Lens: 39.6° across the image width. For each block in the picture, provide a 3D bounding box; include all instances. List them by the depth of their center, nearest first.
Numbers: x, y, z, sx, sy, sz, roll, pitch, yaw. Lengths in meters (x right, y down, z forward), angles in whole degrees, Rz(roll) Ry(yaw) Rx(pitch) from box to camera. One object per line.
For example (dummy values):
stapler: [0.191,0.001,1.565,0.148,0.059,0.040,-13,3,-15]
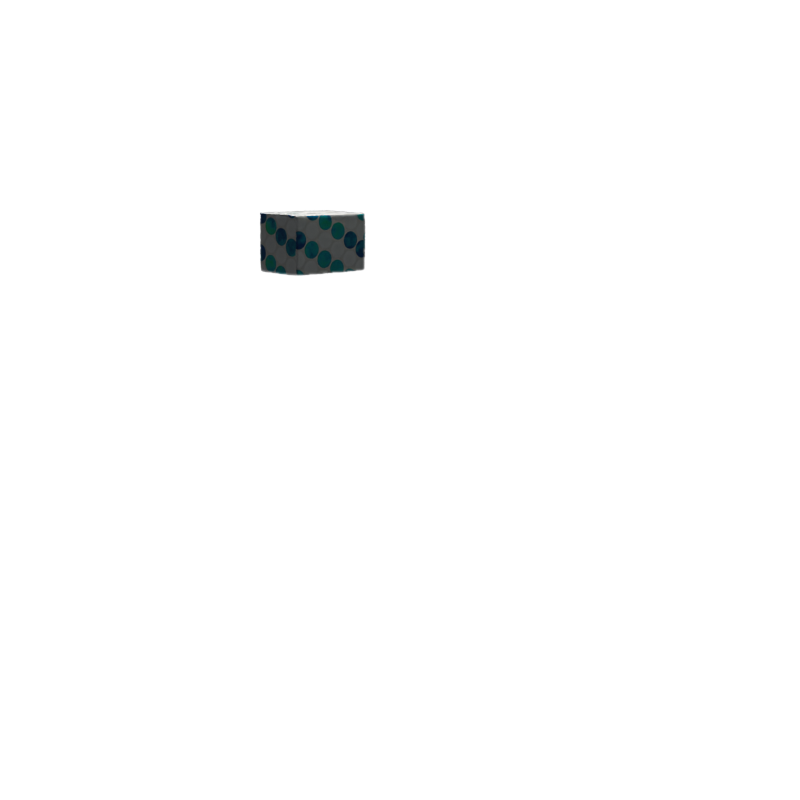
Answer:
block: [-0.075,-0.136,0.953,0.075,0.050,0.055,-8,12,-41]
